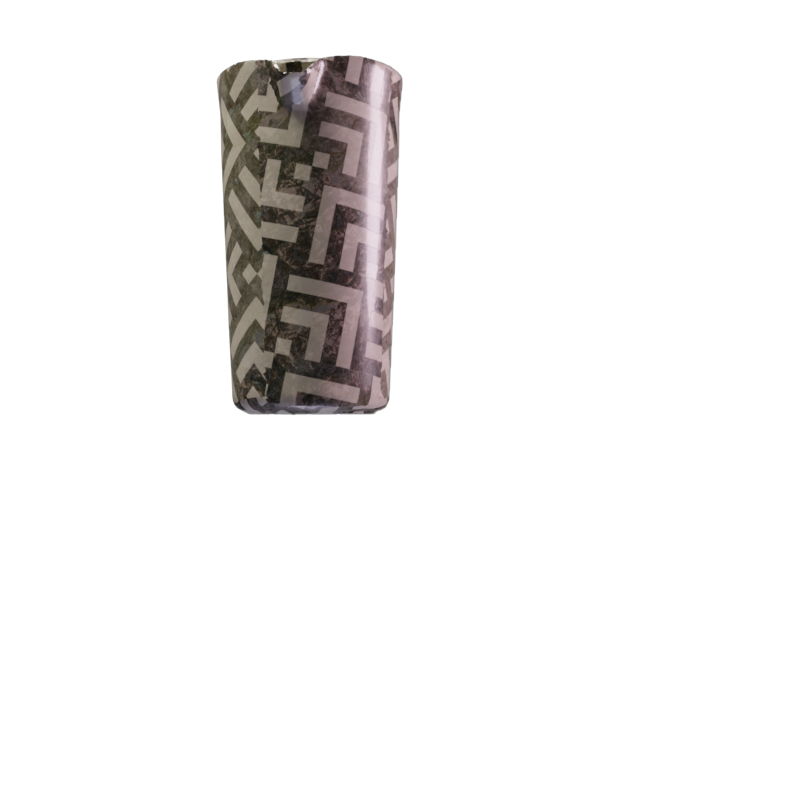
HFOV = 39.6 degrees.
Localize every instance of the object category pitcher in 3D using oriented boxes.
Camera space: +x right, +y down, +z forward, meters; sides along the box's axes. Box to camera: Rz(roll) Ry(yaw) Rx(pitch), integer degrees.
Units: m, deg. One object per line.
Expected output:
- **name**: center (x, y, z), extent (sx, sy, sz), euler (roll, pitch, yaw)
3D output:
- **pitcher**: center (-0.062, -0.113, 0.788), extent (0.142, 0.248, 0.149), euler (6, -9, -41)
